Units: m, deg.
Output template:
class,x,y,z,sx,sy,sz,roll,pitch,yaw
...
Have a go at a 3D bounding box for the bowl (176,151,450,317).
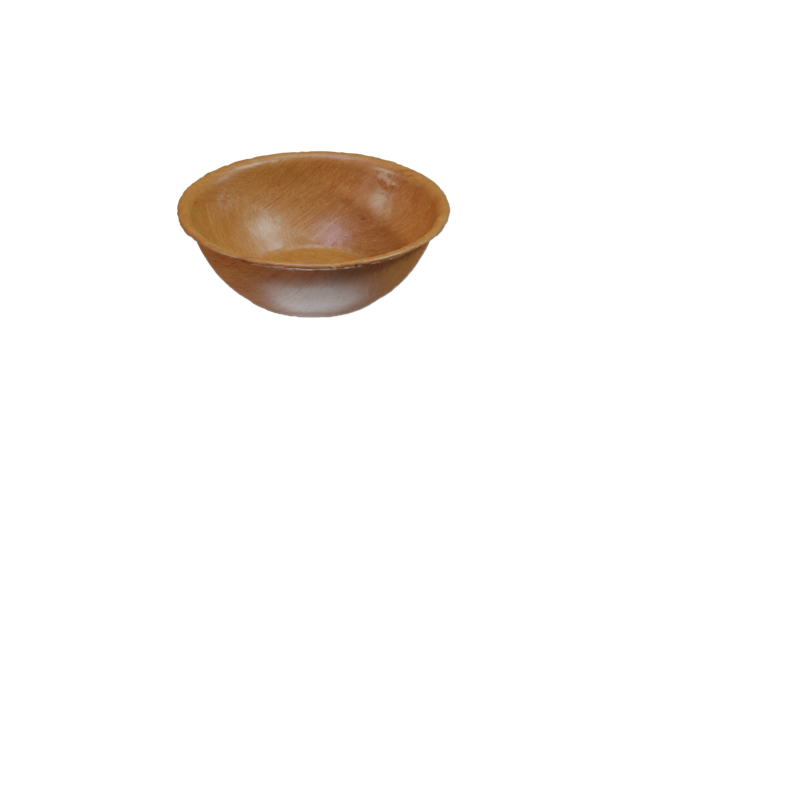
class,x,y,z,sx,sy,sz,roll,pitch,yaw
bowl,-0.052,-0.096,0.670,0.162,0.052,0.172,-1,32,-2
